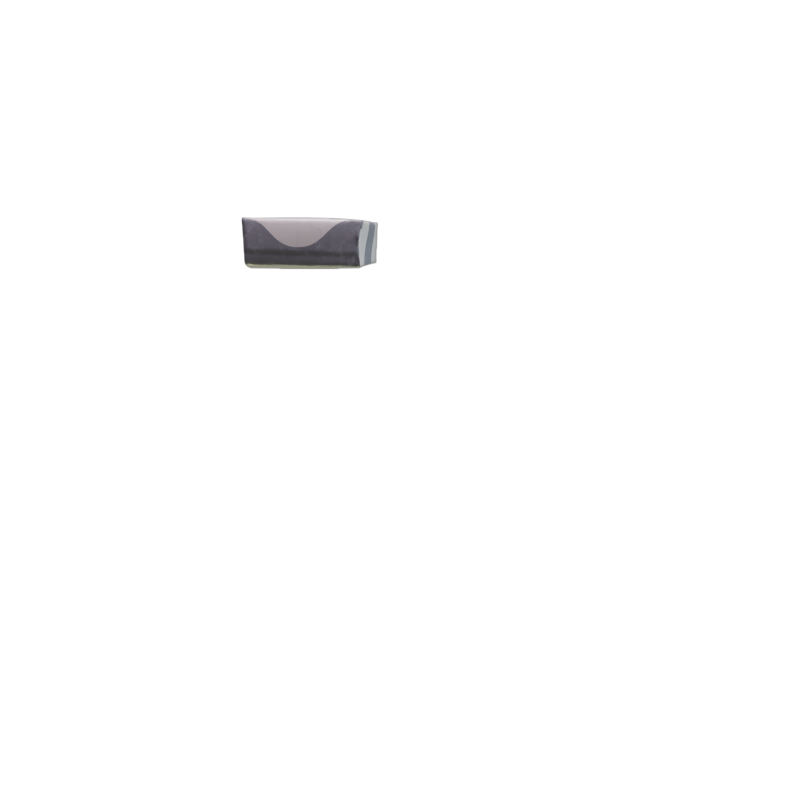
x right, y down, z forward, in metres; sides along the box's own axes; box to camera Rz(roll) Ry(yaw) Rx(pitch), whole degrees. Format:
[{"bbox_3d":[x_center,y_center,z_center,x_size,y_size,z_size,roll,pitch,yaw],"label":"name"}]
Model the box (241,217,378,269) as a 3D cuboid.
[{"bbox_3d":[-0.066,-0.121,0.848,0.091,0.038,0.114,1,10,6],"label":"box"}]
